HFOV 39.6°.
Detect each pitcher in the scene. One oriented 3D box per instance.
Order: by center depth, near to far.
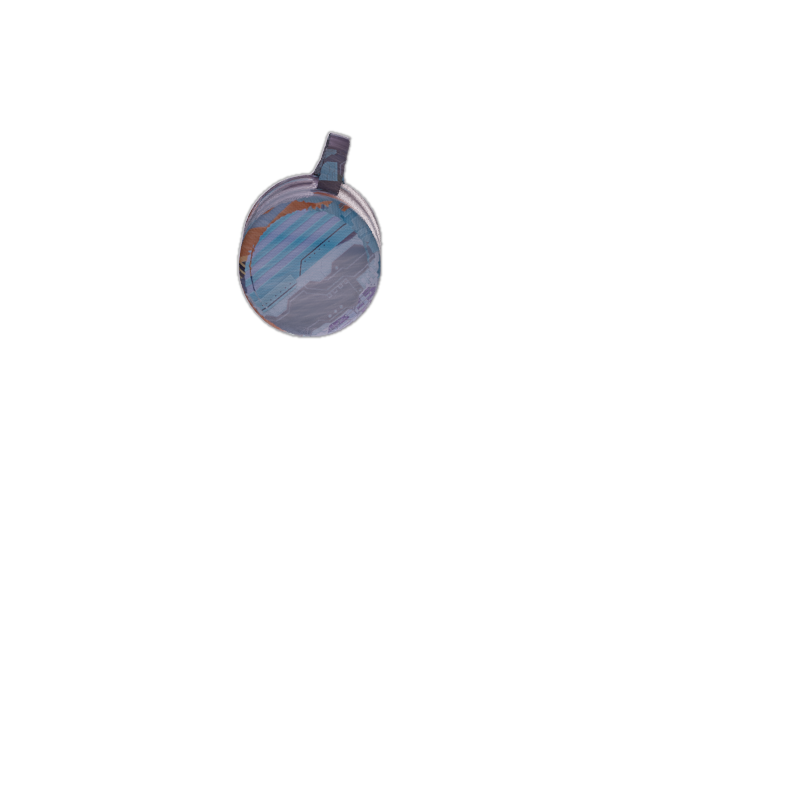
[{"bbox_3d":[-0.074,-0.134,0.939,0.145,0.147,0.248,-29,10,2],"label":"pitcher"}]
